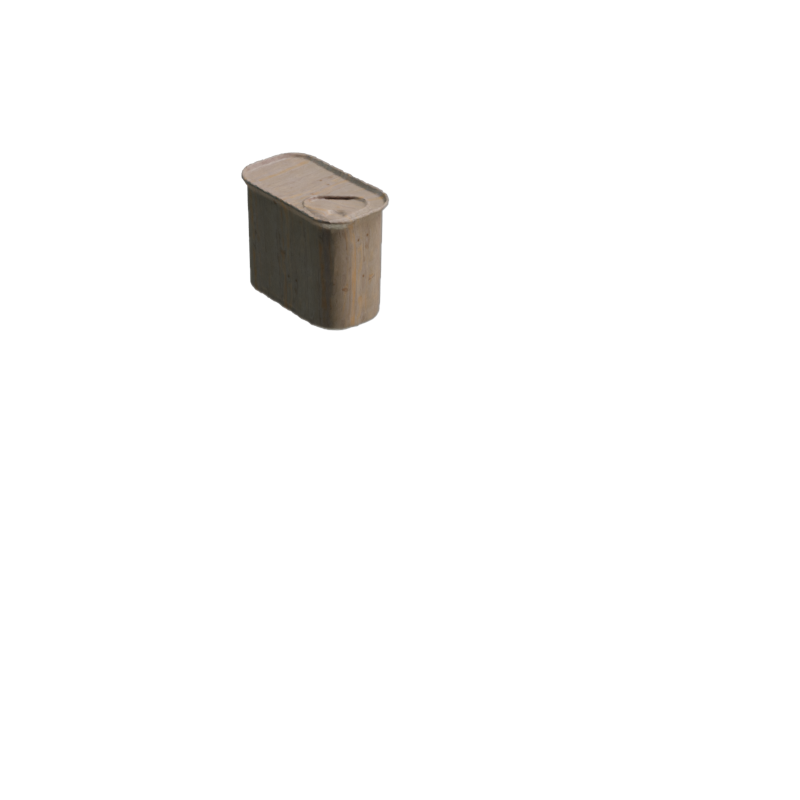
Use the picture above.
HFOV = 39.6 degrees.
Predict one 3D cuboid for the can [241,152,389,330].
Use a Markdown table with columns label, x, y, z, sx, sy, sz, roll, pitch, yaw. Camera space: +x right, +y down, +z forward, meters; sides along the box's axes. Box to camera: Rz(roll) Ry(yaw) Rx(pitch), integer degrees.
| label | x | y | z | sx | sy | sz | roll | pitch | yaw |
| --- | --- | --- | --- | --- | --- | --- | --- | --- | --- |
| can | -0.056 | -0.103 | 0.723 | 0.057 | 0.079 | 0.109 | -24 | 41 | -35 |
